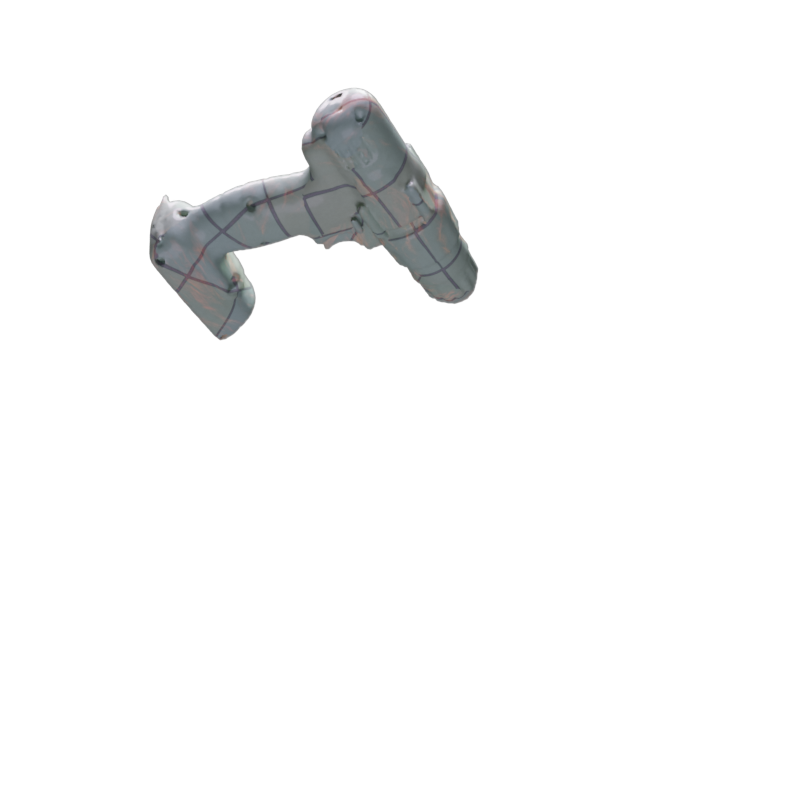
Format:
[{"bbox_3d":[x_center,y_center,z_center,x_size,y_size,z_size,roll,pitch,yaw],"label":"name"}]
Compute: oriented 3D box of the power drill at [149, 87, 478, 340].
[{"bbox_3d":[-0.058,-0.107,0.747,0.188,0.062,0.171,-21,-50,18],"label":"power drill"}]
